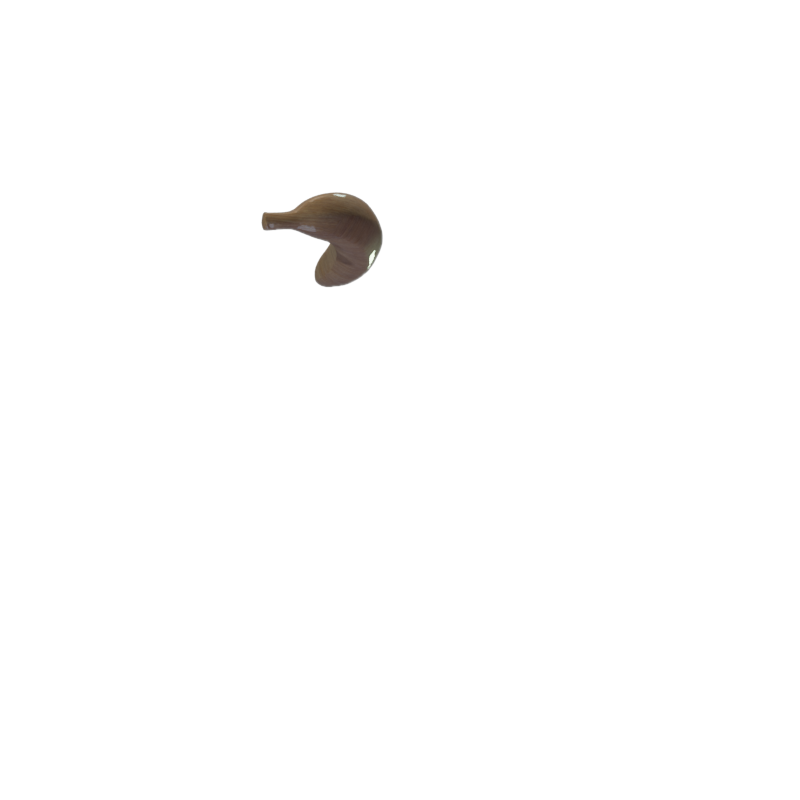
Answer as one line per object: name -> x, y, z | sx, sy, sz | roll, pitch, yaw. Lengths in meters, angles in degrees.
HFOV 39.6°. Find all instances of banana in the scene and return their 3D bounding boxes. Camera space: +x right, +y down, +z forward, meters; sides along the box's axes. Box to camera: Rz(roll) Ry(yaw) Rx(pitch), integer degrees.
banana -> -0.046, -0.118, 0.812 | 0.070, 0.038, 0.190 | -2, -8, 8
